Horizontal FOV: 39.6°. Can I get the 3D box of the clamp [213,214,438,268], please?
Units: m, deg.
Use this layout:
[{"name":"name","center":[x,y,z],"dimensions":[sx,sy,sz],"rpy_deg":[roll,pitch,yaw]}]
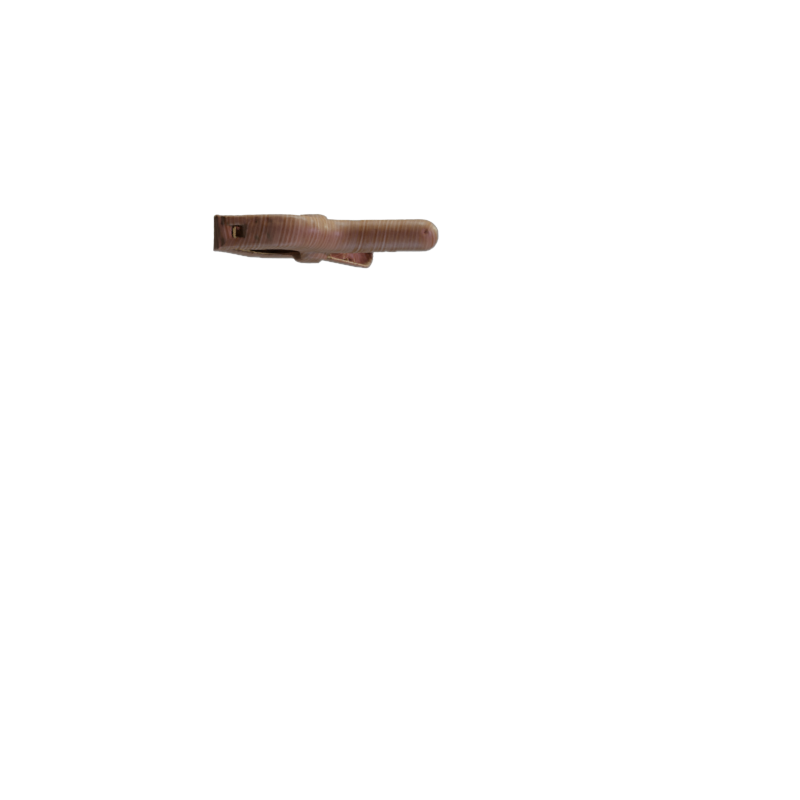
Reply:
[{"name":"clamp","center":[-0.069,-0.126,0.880],"dimensions":[0.167,0.040,0.119],"rpy_deg":[3,-9,-18]}]
